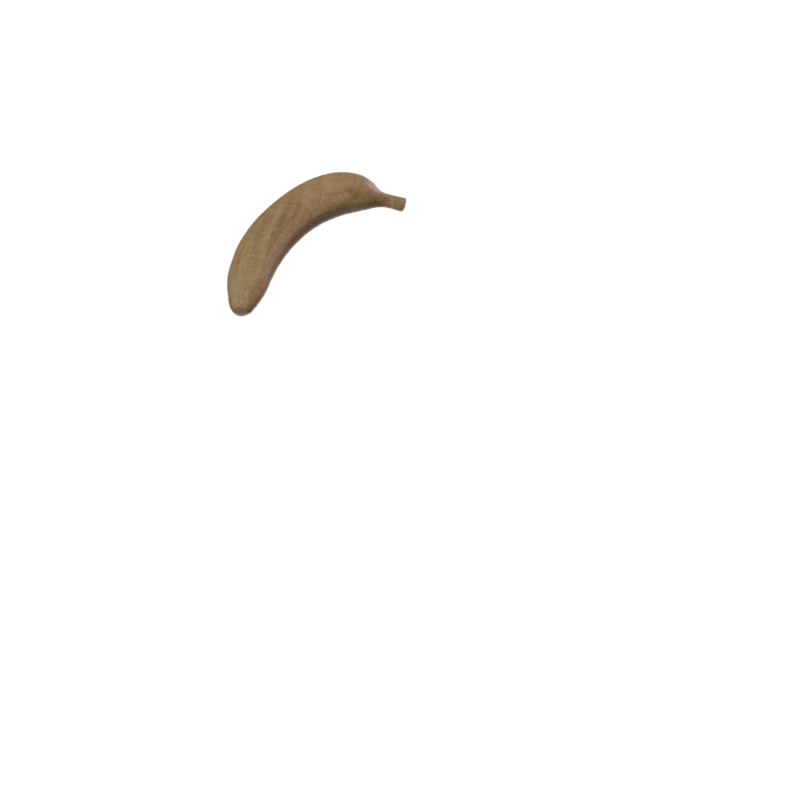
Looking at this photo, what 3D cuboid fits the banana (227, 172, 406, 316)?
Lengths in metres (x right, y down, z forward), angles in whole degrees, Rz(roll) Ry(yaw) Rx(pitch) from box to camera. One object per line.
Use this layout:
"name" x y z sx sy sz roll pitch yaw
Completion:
"banana" -0.081 -0.139 0.901 0.074 0.034 0.200 31 53 27
